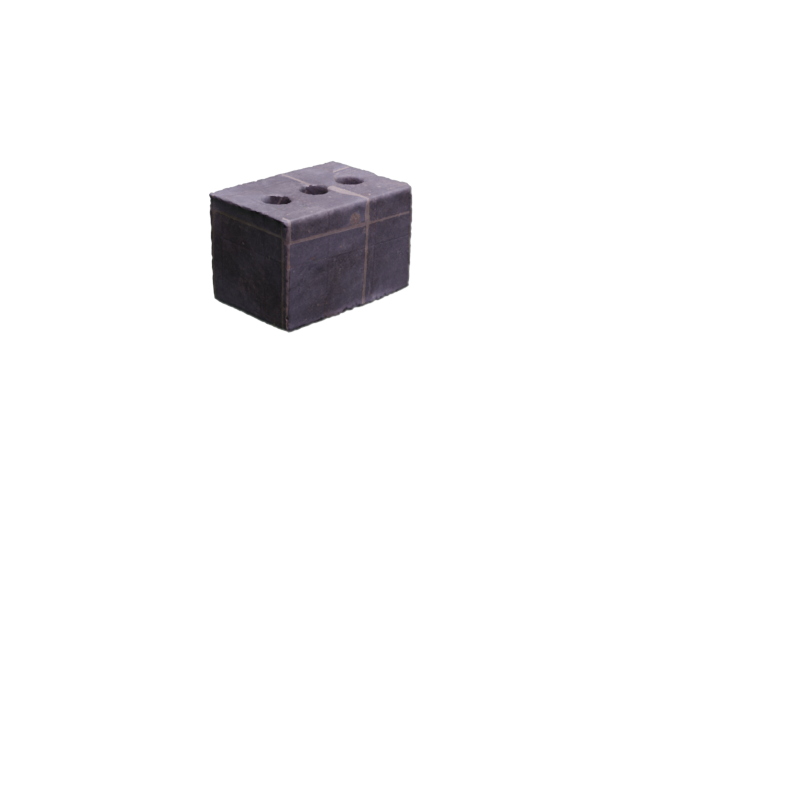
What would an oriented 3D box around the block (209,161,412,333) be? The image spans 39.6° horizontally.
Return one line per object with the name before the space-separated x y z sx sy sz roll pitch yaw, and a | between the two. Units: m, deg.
block | -0.039 -0.071 0.496 0.056 0.049 0.077 22 33 39
